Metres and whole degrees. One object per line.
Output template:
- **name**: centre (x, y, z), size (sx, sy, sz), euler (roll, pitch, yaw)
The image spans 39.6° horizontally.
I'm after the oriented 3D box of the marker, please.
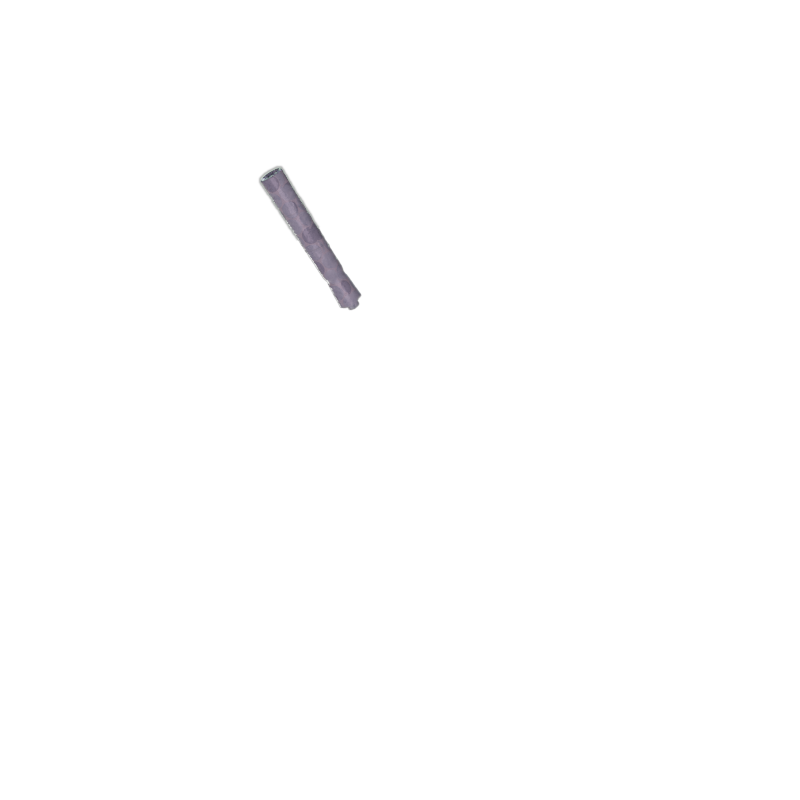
- **marker**: centre (-0.064, -0.116, 0.814), size (0.020, 0.115, 0.021), euler (-29, 19, 10)
